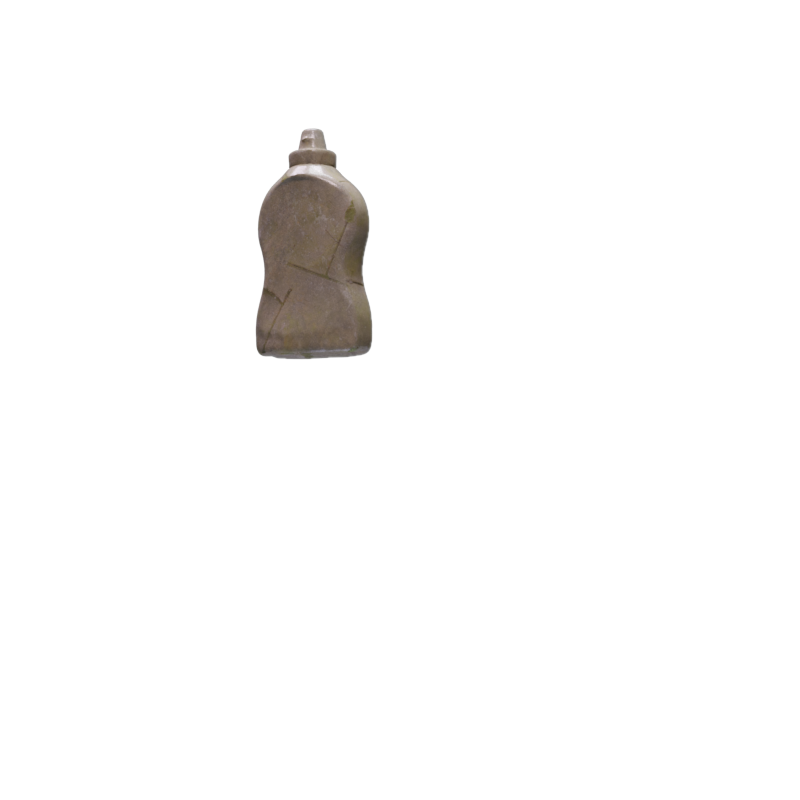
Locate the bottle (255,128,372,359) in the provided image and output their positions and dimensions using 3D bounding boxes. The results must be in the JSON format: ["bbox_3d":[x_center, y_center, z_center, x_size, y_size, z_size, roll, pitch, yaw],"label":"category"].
[{"bbox_3d":[-0.073,-0.132,0.927,0.099,0.197,0.055,-5,-11,28],"label":"bottle"}]
